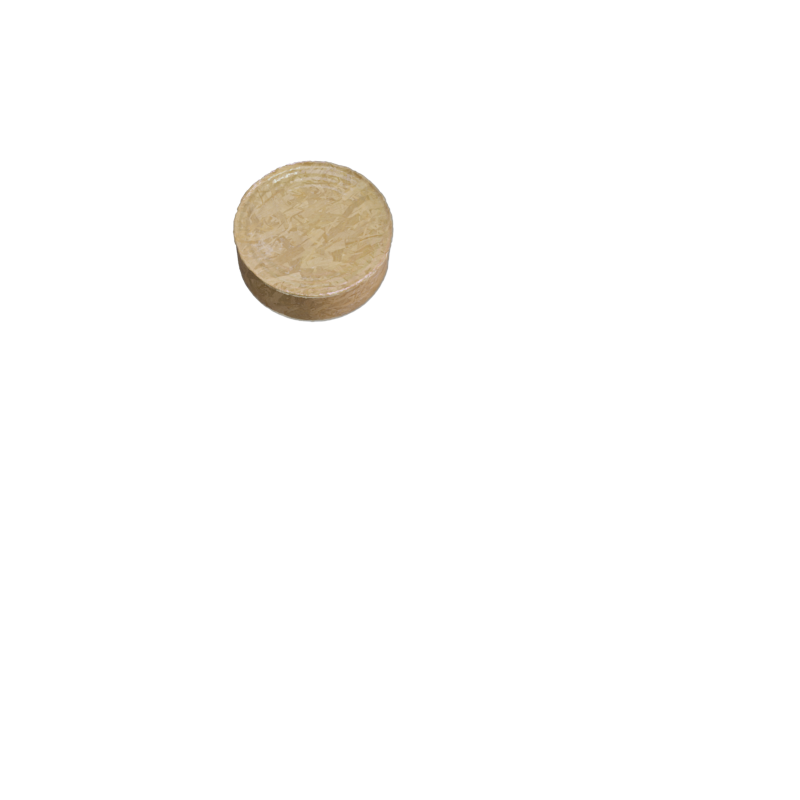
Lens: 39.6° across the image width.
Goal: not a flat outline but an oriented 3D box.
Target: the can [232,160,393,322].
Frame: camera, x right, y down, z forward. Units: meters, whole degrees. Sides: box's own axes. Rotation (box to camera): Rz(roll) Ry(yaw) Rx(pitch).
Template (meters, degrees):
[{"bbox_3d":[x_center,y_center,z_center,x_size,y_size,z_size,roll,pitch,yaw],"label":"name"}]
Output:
[{"bbox_3d":[-0.047,-0.086,0.605,0.086,0.091,0.032,-1,-29,-1],"label":"can"}]
